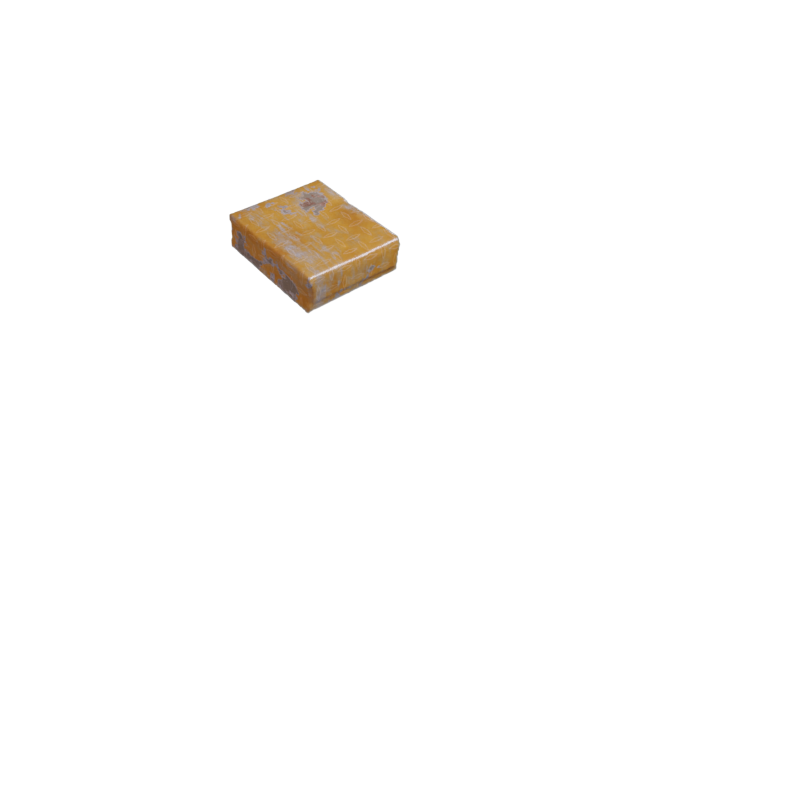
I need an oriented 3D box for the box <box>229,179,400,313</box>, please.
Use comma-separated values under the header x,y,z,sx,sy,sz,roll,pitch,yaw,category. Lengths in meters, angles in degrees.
x,y,z,sx,sy,sz,roll,pitch,yaw,category
-0.056,-0.102,0.716,0.073,0.028,0.096,-26,47,-28,box
